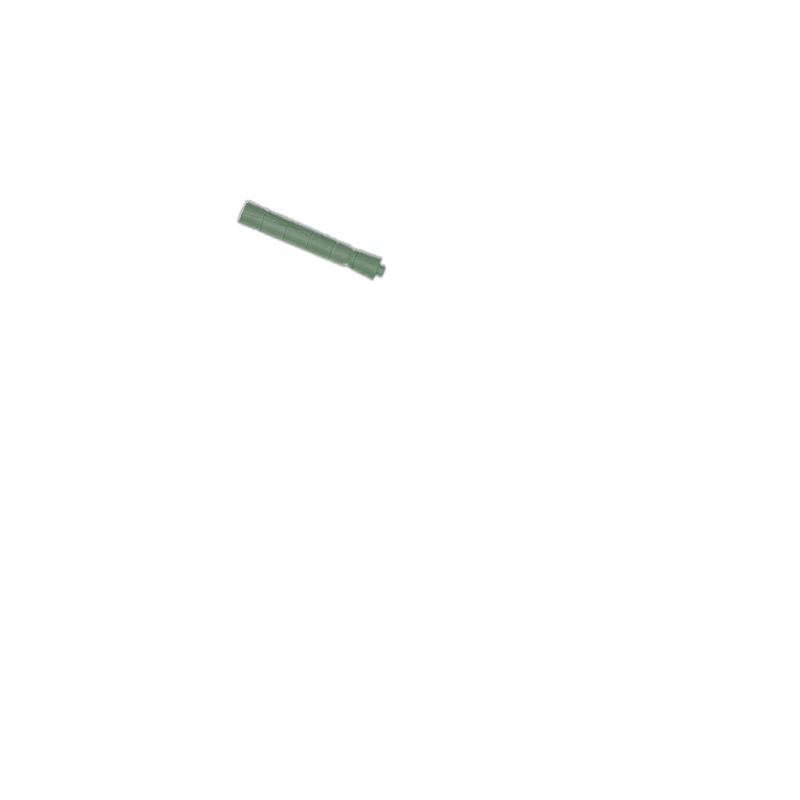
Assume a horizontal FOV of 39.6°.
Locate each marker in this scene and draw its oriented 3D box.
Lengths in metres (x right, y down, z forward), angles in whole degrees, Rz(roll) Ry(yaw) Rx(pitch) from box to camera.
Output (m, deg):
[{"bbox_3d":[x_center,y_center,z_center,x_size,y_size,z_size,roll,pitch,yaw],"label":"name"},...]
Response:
[{"bbox_3d":[-0.068,-0.124,0.870,0.120,0.020,0.020,23,2,-2],"label":"marker"}]
